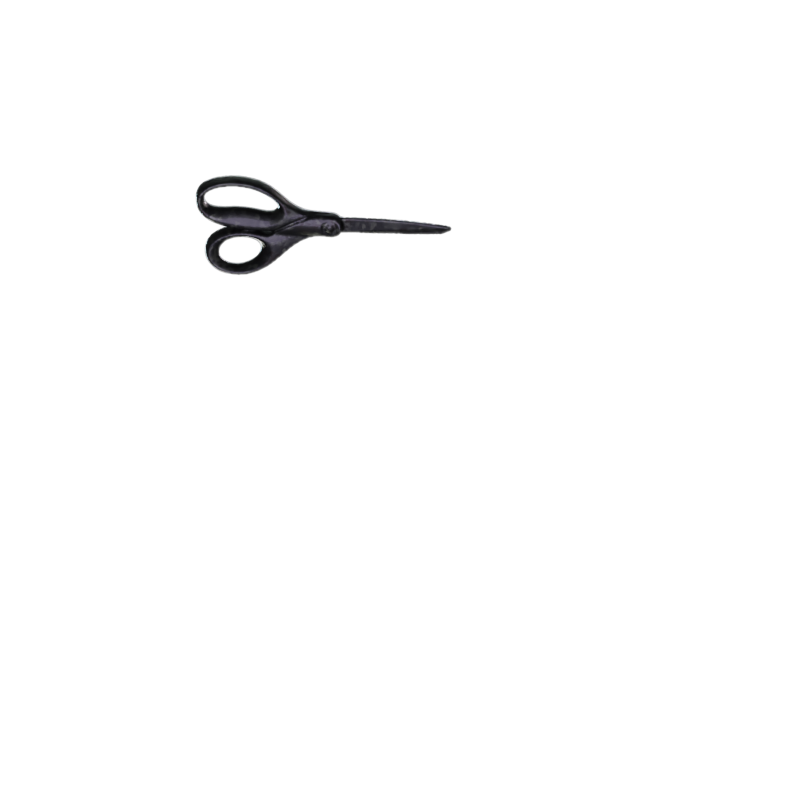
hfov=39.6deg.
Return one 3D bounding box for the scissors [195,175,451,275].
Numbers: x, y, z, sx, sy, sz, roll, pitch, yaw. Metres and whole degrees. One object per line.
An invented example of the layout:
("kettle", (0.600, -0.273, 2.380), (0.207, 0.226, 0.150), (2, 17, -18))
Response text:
("scissors", (-0.070, -0.127, 0.890), (0.198, 0.092, 0.017), (15, 35, -11))
